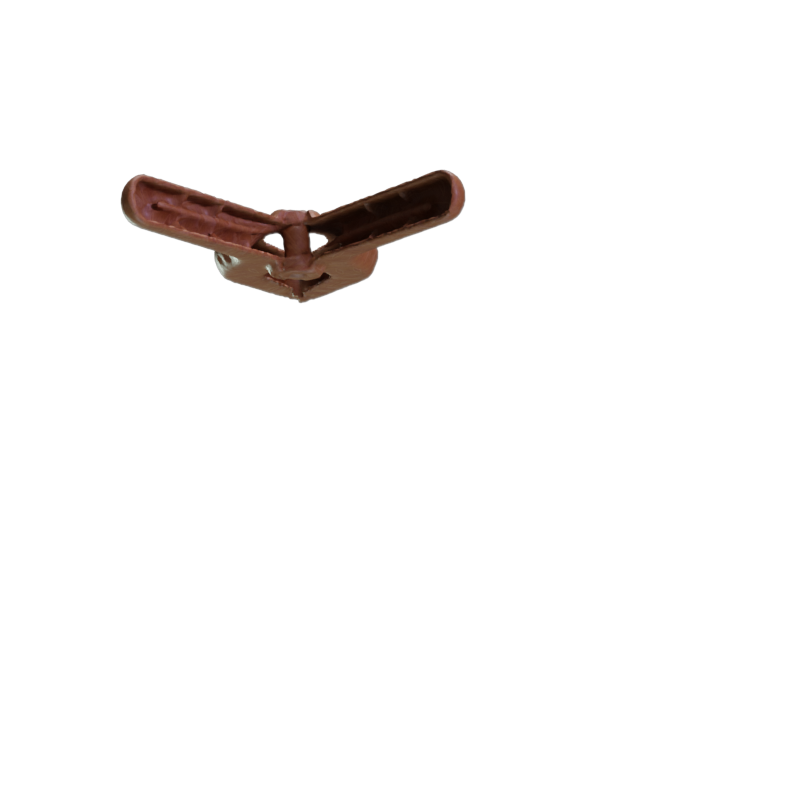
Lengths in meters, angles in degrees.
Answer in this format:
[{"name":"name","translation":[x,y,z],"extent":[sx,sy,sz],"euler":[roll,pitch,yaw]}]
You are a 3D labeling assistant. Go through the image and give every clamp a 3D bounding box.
[{"name":"clamp","translation":[-0.048,-0.088,0.614],"extent":[0.166,0.037,0.203],"euler":[-1,-7,4]}]
